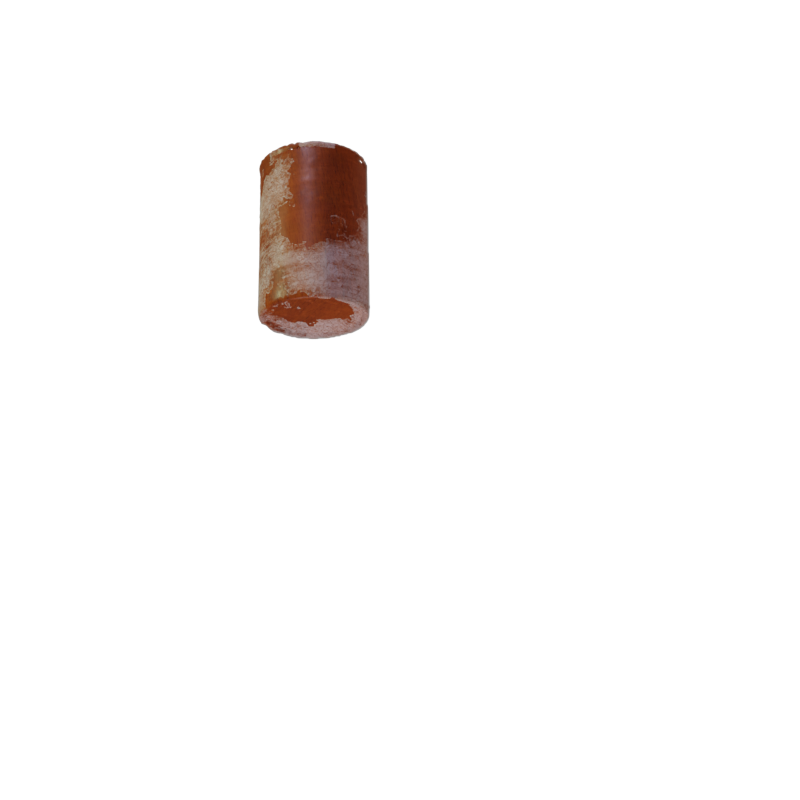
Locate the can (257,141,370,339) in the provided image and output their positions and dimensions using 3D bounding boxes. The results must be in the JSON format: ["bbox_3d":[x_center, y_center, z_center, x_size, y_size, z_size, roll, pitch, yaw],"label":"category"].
[{"bbox_3d":[-0.053,-0.096,0.673,0.068,0.108,0.065,0,-23,-2],"label":"can"}]
